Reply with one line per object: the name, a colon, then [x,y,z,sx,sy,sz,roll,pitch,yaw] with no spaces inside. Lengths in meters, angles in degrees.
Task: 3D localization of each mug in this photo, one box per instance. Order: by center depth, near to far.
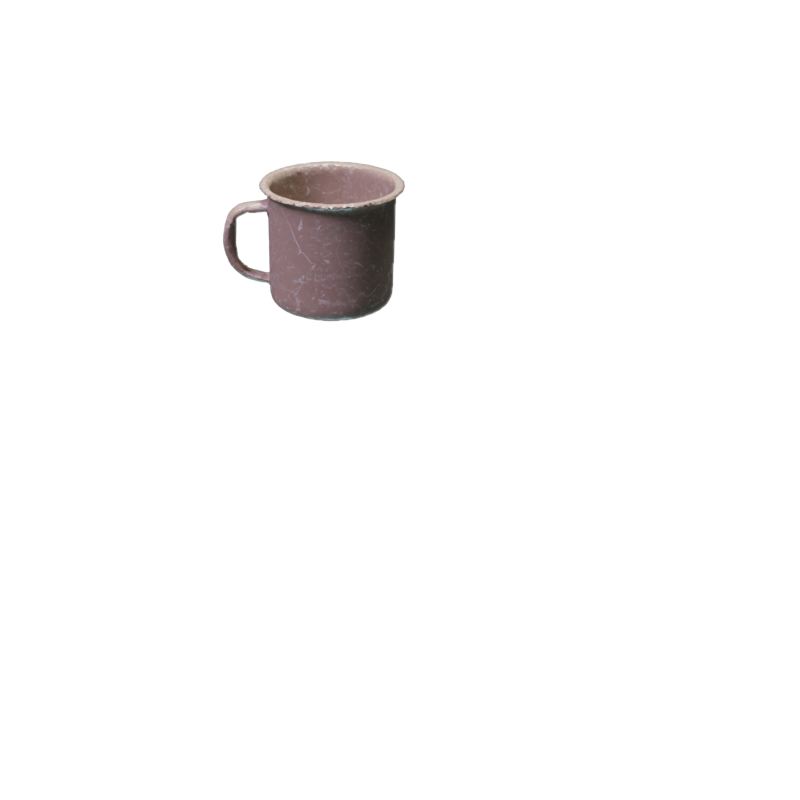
mug: [-0.056,-0.103,0.721,0.116,0.077,0.099,-2,26,-6]
